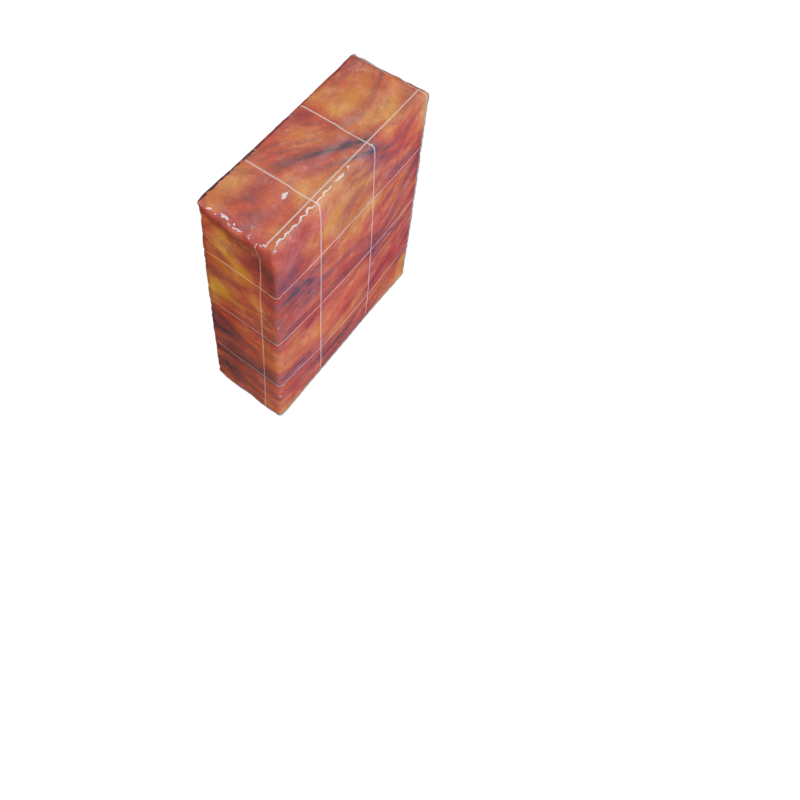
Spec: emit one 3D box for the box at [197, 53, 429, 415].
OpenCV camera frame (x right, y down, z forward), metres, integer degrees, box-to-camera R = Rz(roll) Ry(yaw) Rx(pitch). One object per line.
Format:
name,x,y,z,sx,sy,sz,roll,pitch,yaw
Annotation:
box,-0.061,-0.111,0.777,0.075,0.168,0.201,32,-27,14
